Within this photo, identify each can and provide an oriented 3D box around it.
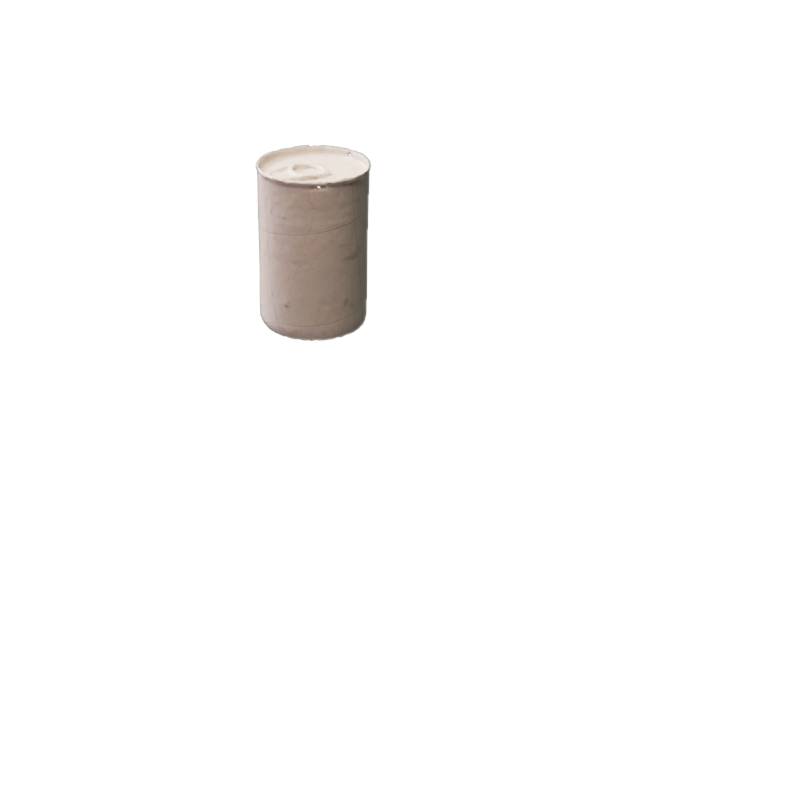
[{"bbox_3d":[-0.053,-0.096,0.673,0.068,0.097,0.072,0,26,-2],"label":"can"}]
